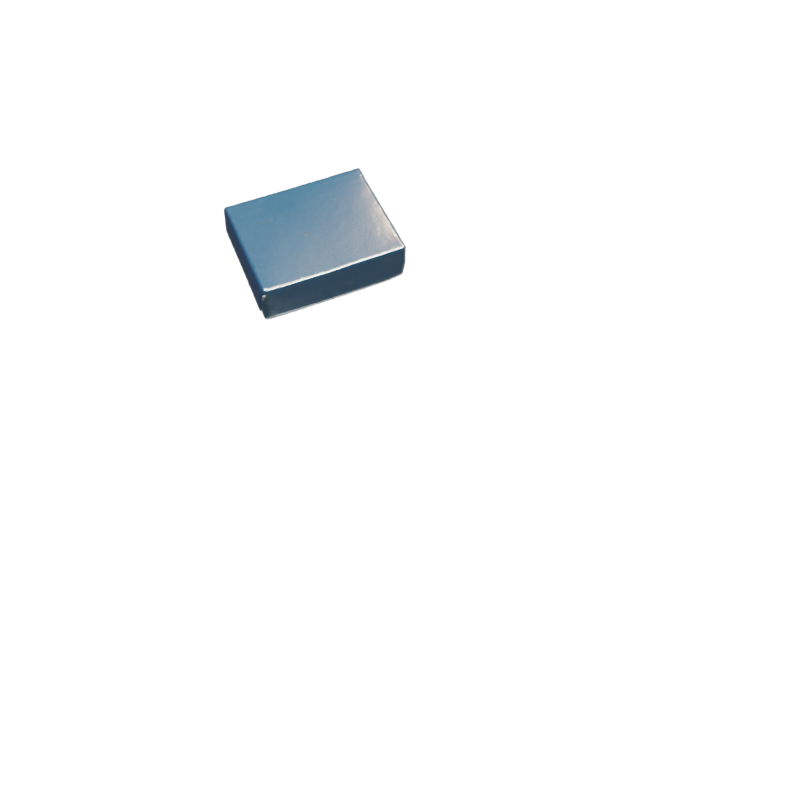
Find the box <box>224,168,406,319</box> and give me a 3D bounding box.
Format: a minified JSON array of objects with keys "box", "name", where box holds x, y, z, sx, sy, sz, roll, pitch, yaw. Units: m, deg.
[{"box":[-0.064,-0.117,0.823,0.112,0.097,0.036,-18,-36,-14],"name":"box"}]
